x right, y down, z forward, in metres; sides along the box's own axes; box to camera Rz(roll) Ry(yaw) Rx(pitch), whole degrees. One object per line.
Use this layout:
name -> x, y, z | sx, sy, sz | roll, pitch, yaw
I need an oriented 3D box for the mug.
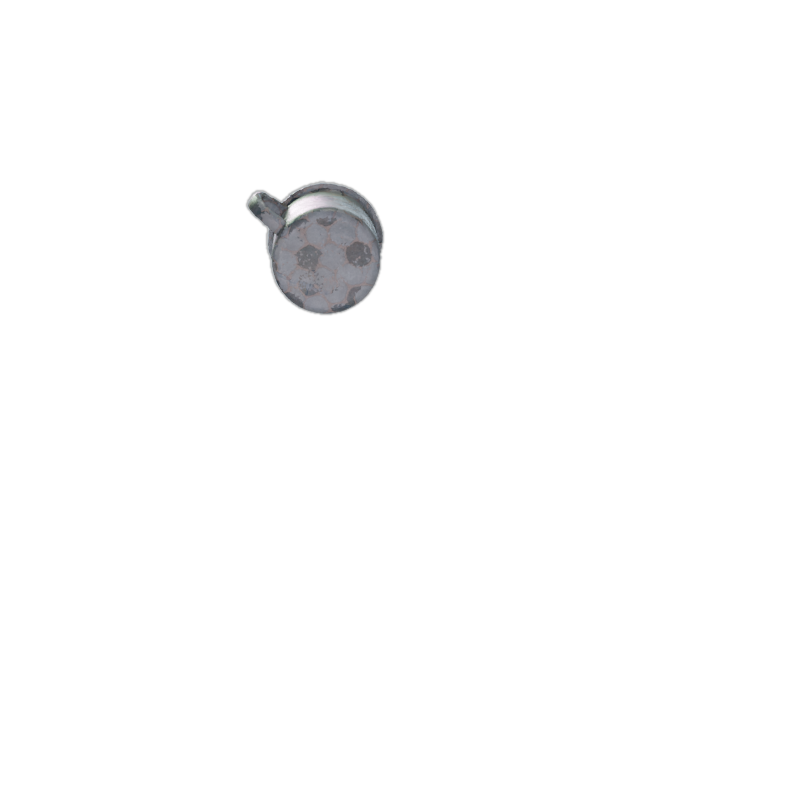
mug -> -0.067, -0.121, 0.850 | 0.115, 0.092, 0.084 | 37, 12, -11
